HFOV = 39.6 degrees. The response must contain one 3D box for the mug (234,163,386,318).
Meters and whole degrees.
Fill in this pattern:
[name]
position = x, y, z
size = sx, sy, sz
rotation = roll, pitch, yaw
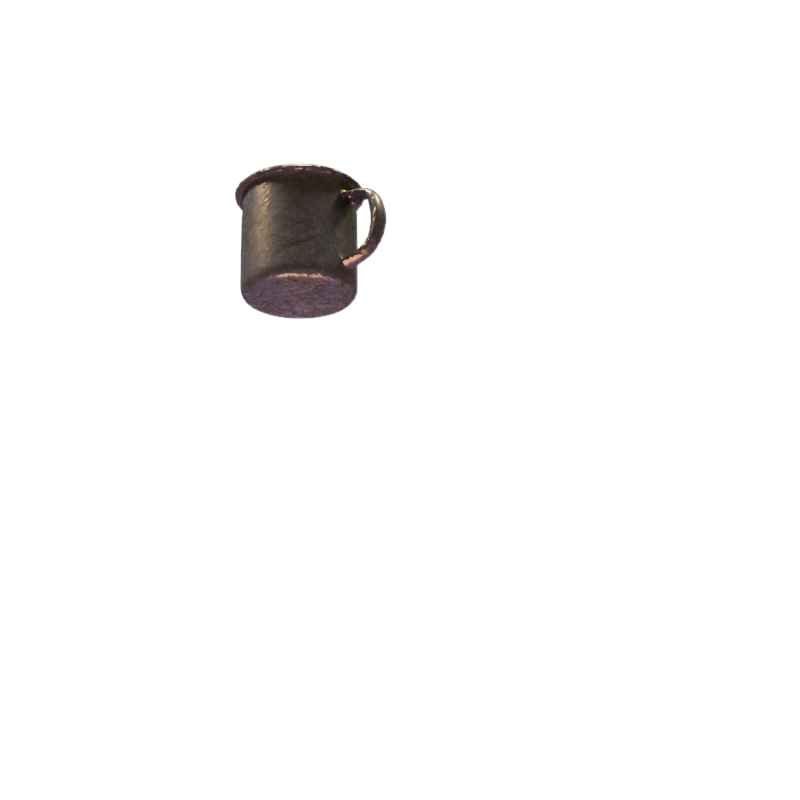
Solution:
[mug]
position = -0.061, -0.111, 0.775
size = 0.119, 0.086, 0.087
rotation = -13, -26, 29
